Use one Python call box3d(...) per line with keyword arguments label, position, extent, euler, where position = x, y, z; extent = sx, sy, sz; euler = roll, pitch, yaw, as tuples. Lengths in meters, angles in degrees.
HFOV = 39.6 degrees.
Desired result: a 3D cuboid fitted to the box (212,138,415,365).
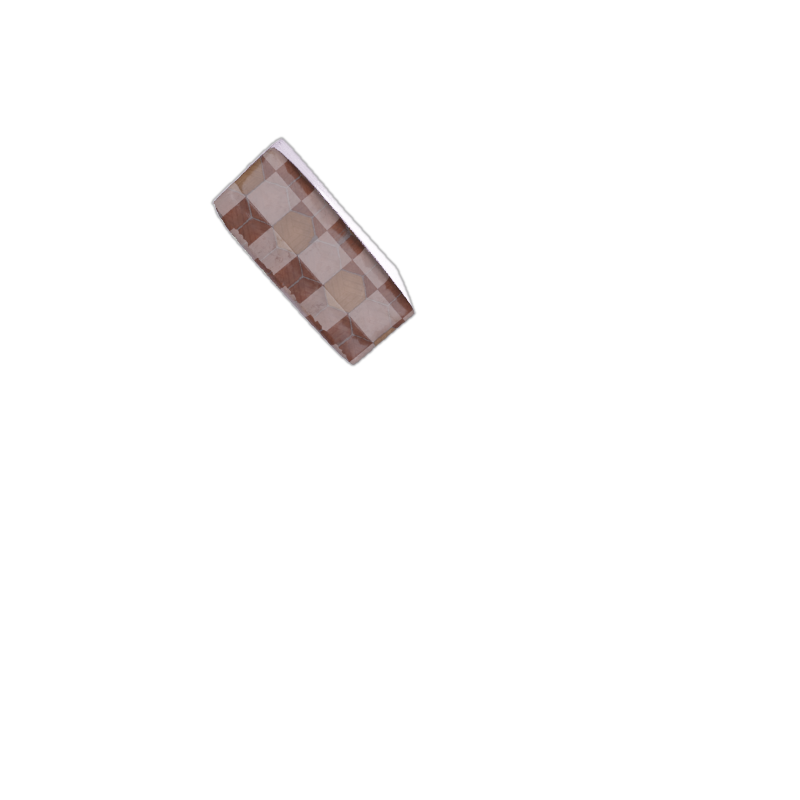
box3d(label="box", position=(-0.071, -0.130, 0.912), extent=(0.072, 0.161, 0.220), euler=(-41, 11, 6))
